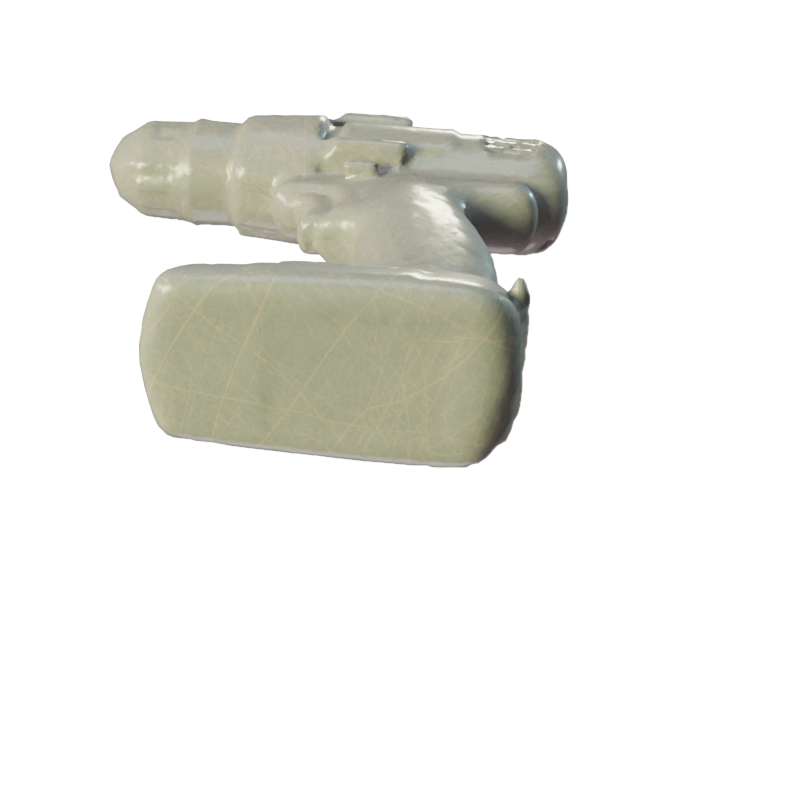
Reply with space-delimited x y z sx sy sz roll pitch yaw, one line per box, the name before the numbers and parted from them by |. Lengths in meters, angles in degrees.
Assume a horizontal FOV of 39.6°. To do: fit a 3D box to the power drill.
power drill | -0.030 -0.055 0.385 0.186 0.054 0.197 3 30 4
